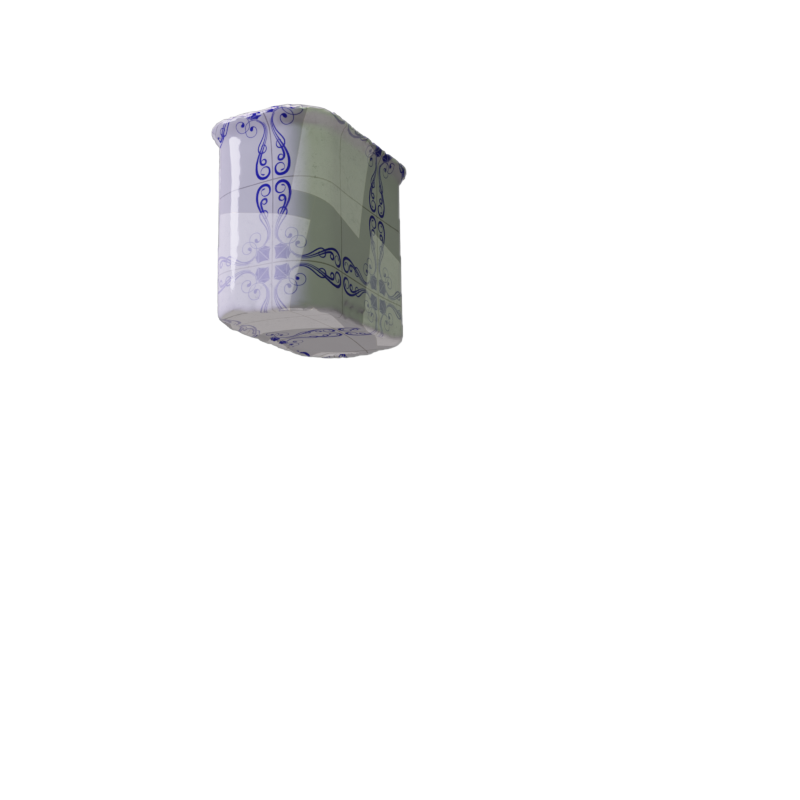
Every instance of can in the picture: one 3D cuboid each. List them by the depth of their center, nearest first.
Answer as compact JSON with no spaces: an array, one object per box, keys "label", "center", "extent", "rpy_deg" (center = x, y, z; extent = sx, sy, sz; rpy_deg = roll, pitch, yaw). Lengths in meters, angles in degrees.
[{"label":"can","center":[-0.037,-0.068,0.477],"extent":[0.059,0.087,0.096],"rpy_deg":[-8,-15,25]}]
